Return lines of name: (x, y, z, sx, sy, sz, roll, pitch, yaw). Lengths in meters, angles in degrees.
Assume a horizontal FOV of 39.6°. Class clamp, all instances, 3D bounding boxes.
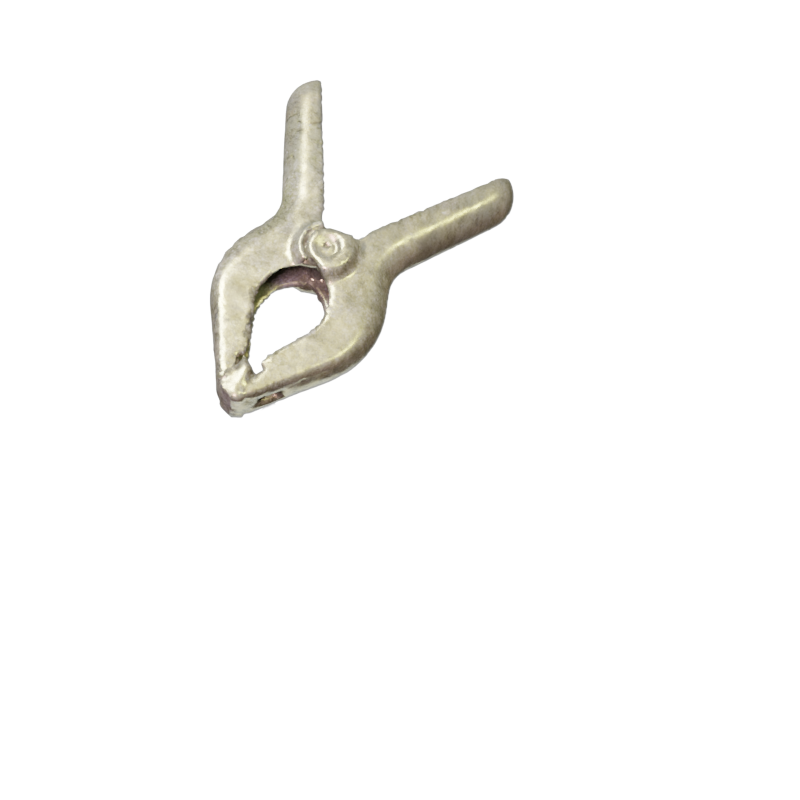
clamp: (-0.040, -0.073, 0.513, 0.126, 0.175, 0.037, 34, -26, 18)
